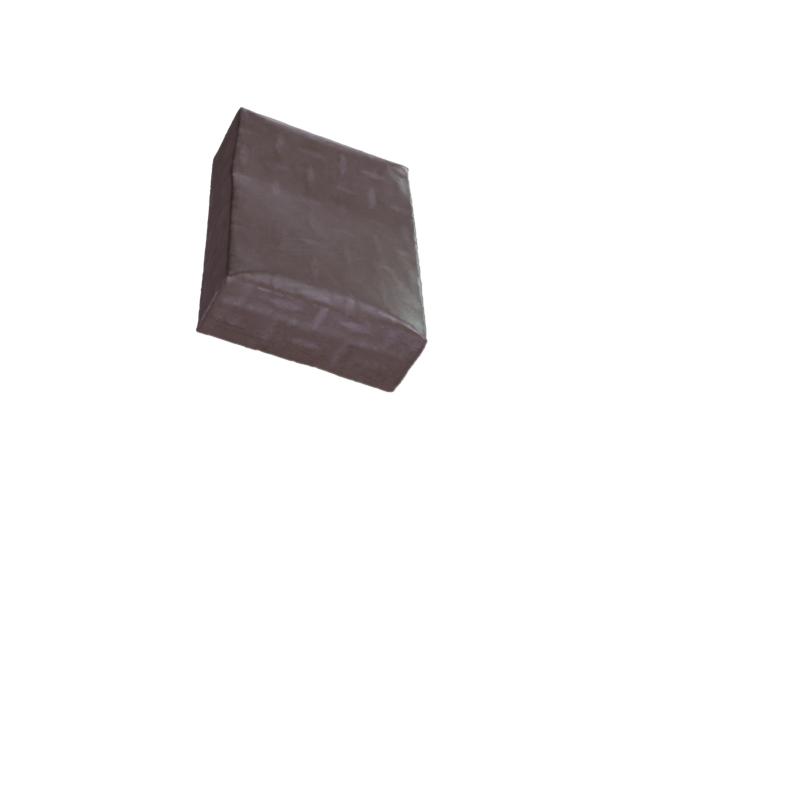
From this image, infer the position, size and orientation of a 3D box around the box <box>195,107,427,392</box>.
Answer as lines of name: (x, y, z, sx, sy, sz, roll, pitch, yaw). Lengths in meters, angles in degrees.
box: (-0.069, -0.126, 0.882, 0.159, 0.230, 0.069, 16, -48, -19)
